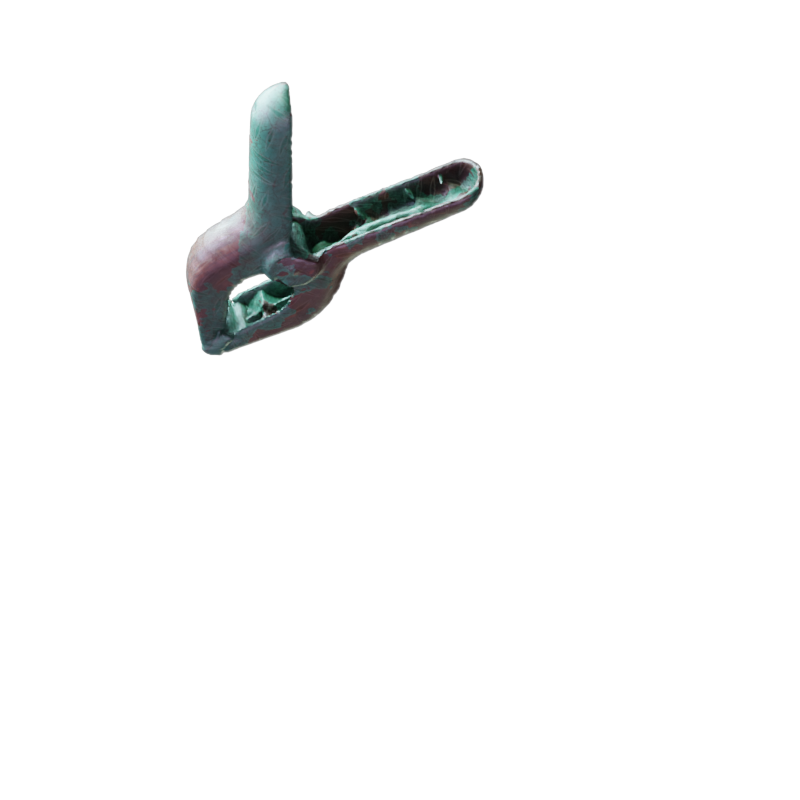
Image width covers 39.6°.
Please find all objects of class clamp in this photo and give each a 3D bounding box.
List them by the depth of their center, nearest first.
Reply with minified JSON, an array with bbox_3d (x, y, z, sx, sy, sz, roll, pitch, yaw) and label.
[{"bbox_3d":[-0.042,-0.077,0.542,0.116,0.042,0.166,17,-40,-22],"label":"clamp"}]
